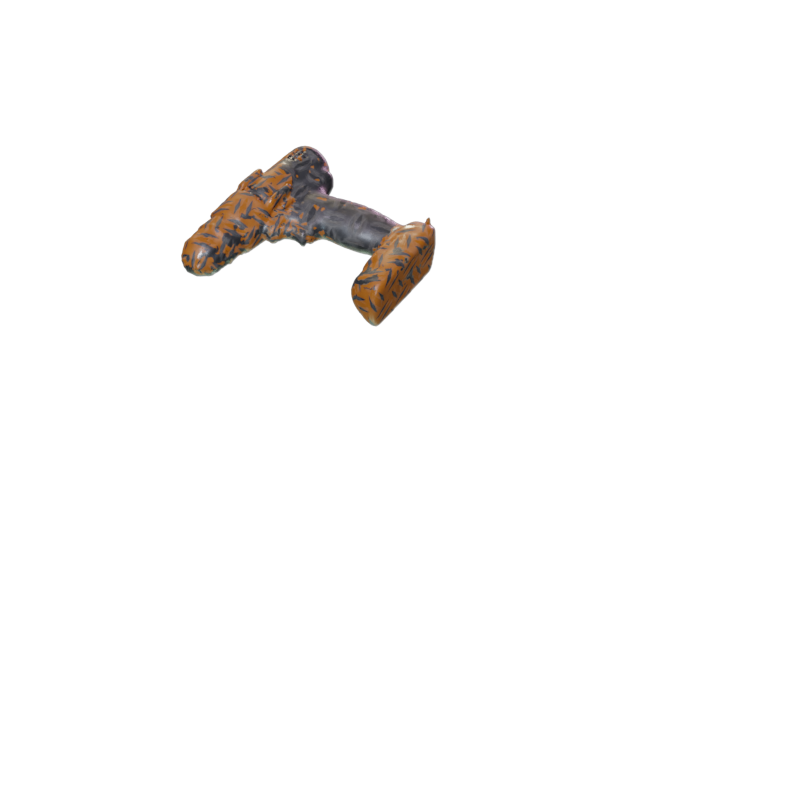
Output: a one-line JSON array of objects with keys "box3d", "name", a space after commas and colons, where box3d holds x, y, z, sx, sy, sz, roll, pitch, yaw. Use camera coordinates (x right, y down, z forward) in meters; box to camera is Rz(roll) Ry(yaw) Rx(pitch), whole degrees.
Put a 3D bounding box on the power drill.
[{"box3d": [-0.078, -0.142, 0.995, 0.197, 0.053, 0.188, 30, 56, 22], "name": "power drill"}]
